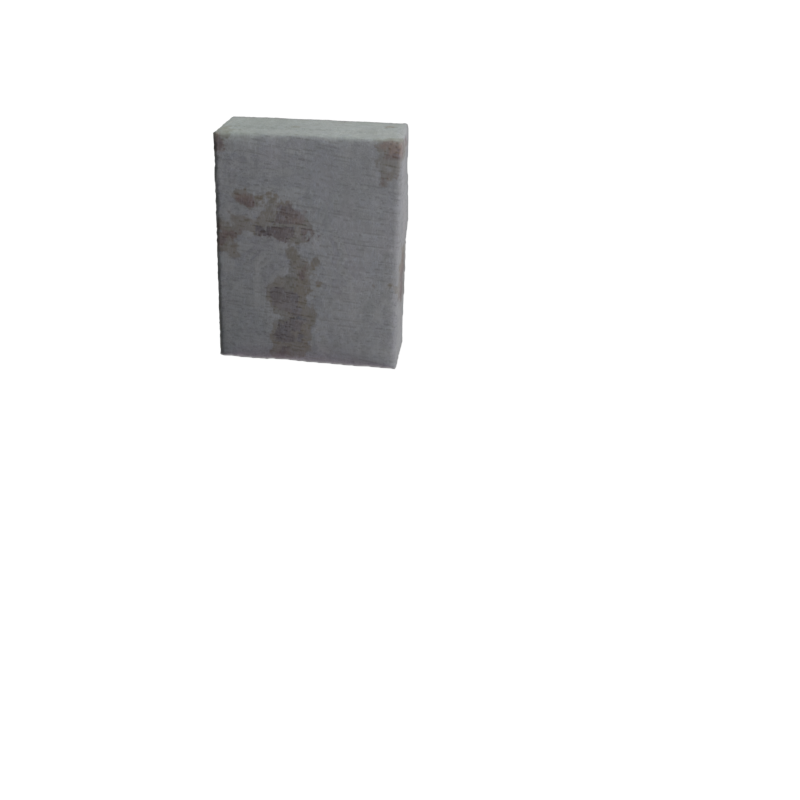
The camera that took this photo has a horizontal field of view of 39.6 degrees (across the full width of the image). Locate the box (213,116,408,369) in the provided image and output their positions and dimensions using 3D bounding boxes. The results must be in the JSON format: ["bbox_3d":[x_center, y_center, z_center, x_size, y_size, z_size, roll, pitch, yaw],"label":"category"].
[{"bbox_3d":[-0.078,-0.142,0.992,0.166,0.204,0.074,5,22,8],"label":"box"}]
